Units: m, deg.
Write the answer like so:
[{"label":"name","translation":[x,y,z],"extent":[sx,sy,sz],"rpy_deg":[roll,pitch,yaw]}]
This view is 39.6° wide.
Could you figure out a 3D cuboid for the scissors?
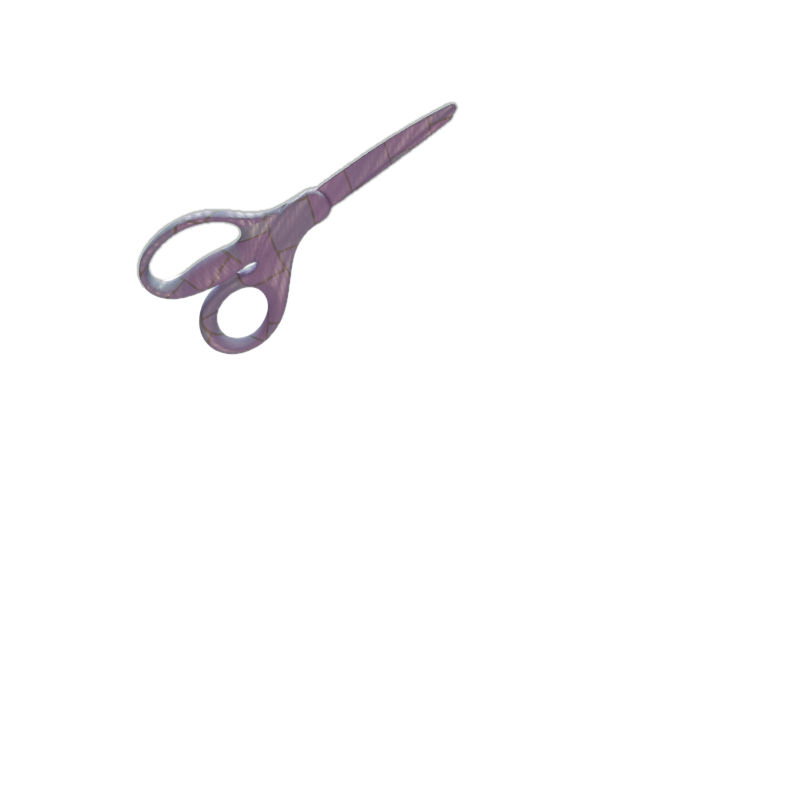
[{"label":"scissors","translation":[-0.049,-0.090,0.630],"extent":[0.202,0.092,0.016],"rpy_deg":[-19,19,6]}]
